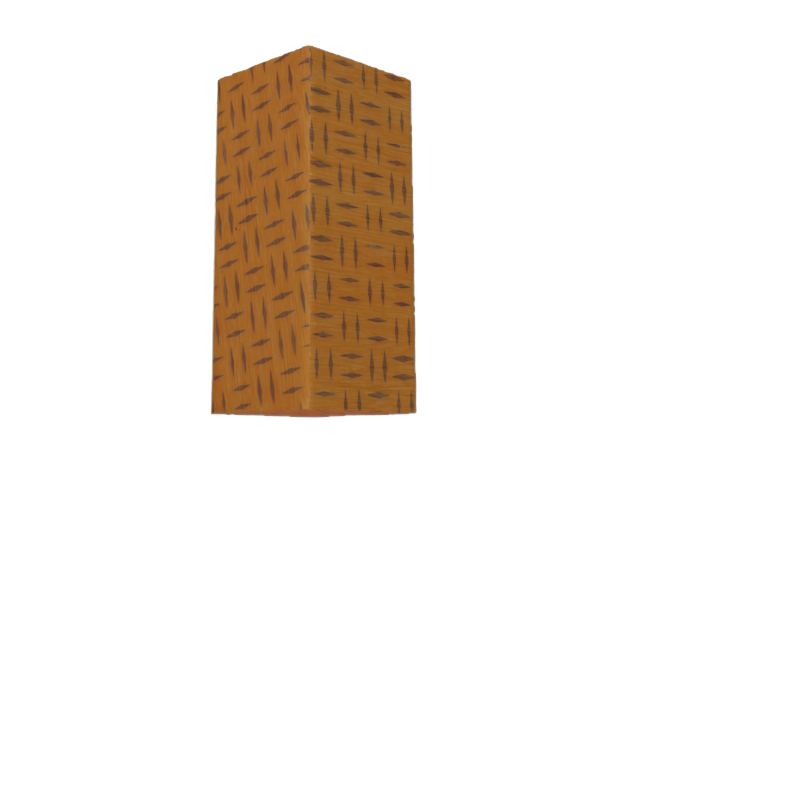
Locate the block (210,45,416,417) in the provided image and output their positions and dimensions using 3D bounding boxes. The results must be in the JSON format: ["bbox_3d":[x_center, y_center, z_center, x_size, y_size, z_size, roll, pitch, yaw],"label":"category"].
[{"bbox_3d":[-0.053,-0.096,0.671,0.092,0.211,0.086,-10,-13,43],"label":"block"}]
